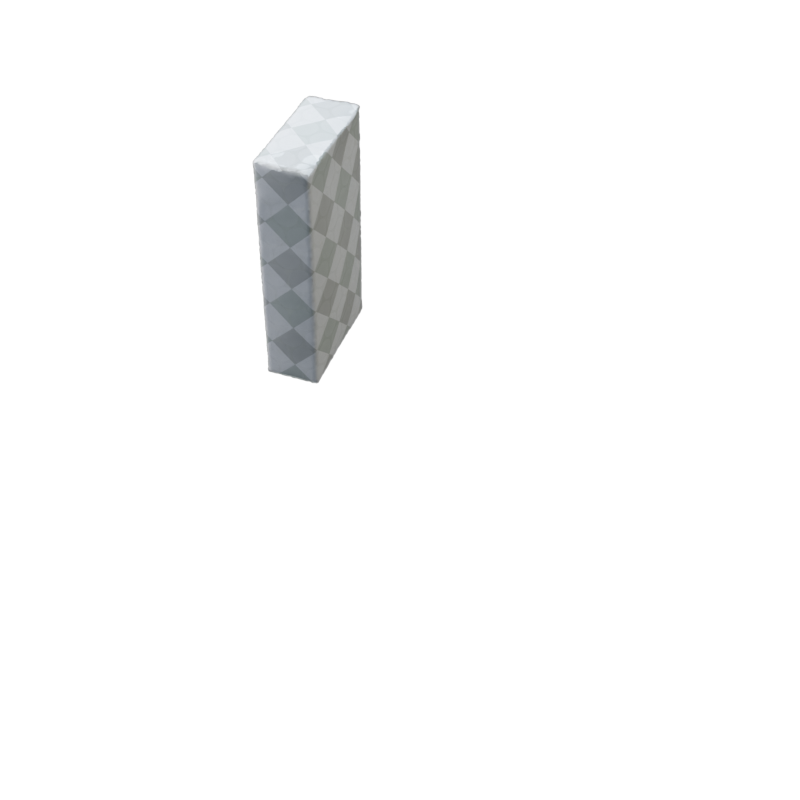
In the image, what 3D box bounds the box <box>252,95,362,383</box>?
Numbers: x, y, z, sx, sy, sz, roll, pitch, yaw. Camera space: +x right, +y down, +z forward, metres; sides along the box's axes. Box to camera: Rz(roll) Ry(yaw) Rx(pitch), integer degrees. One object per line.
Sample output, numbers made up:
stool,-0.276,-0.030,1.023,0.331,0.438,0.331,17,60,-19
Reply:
box,-0.059,-0.108,0.760,0.049,0.164,0.097,15,43,12
